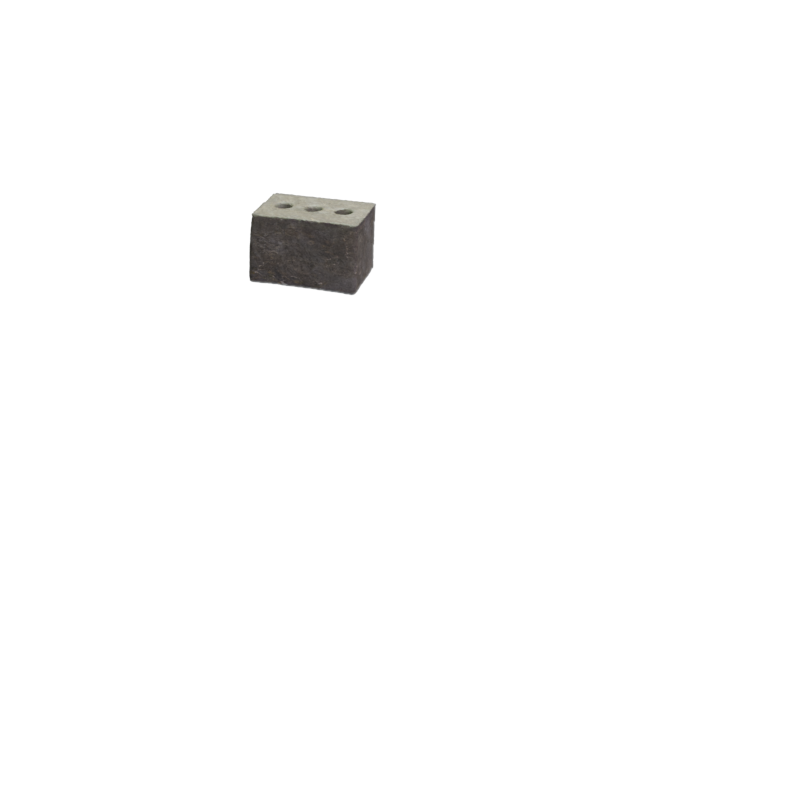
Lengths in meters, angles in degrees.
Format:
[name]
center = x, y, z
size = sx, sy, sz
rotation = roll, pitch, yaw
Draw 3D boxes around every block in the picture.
[block]
center = -0.061, -0.111, 0.775
size = 0.080, 0.049, 0.054
rotation = 8, 26, 14
